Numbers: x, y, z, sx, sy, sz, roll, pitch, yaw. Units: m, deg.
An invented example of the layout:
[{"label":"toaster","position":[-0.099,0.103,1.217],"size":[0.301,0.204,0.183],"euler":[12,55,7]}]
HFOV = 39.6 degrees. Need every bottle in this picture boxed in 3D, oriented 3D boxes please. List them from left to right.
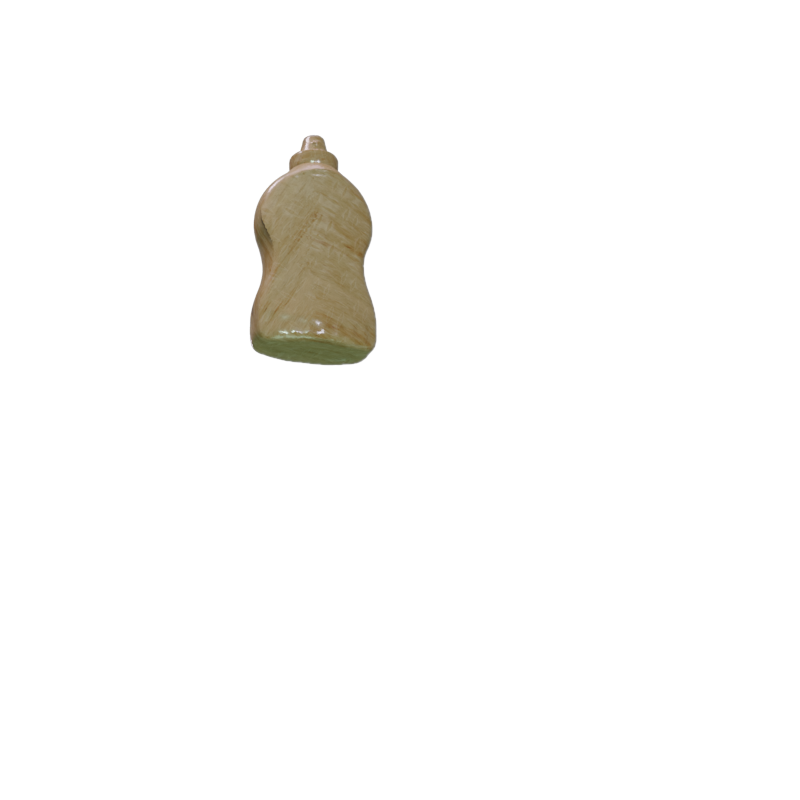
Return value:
[{"label":"bottle","position":[-0.070,-0.127,0.890],"size":[0.094,0.203,0.056],"euler":[5,-26,-15]}]
